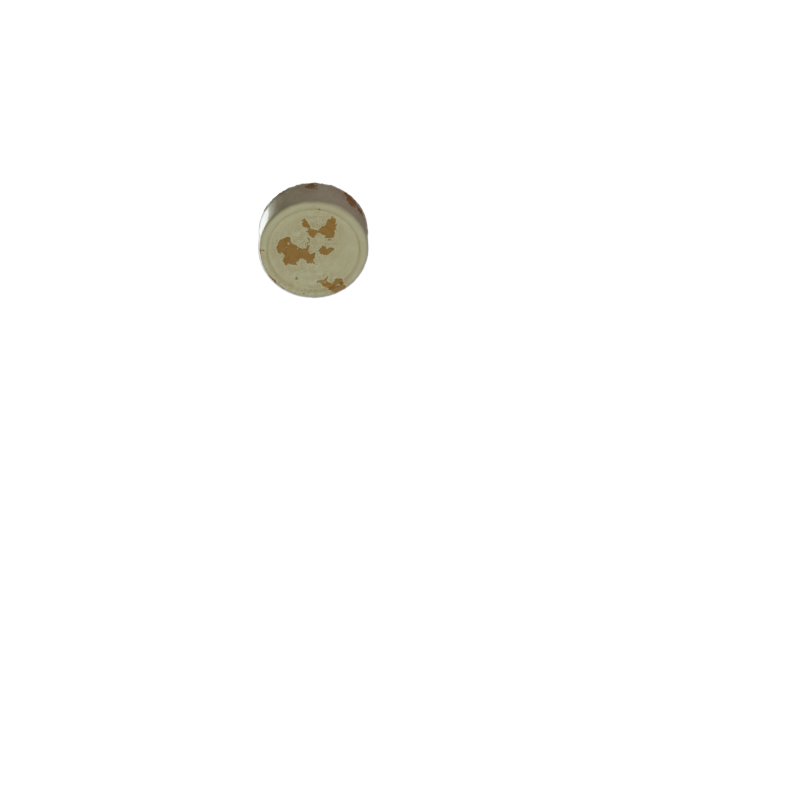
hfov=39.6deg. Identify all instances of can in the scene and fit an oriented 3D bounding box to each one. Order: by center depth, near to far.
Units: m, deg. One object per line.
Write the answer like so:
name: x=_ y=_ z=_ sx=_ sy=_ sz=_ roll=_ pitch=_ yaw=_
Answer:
can: x=-0.067 y=-0.122 z=0.855 sx=0.086 sy=0.081 sz=0.036 roll=1 pitch=31 yaw=-1
